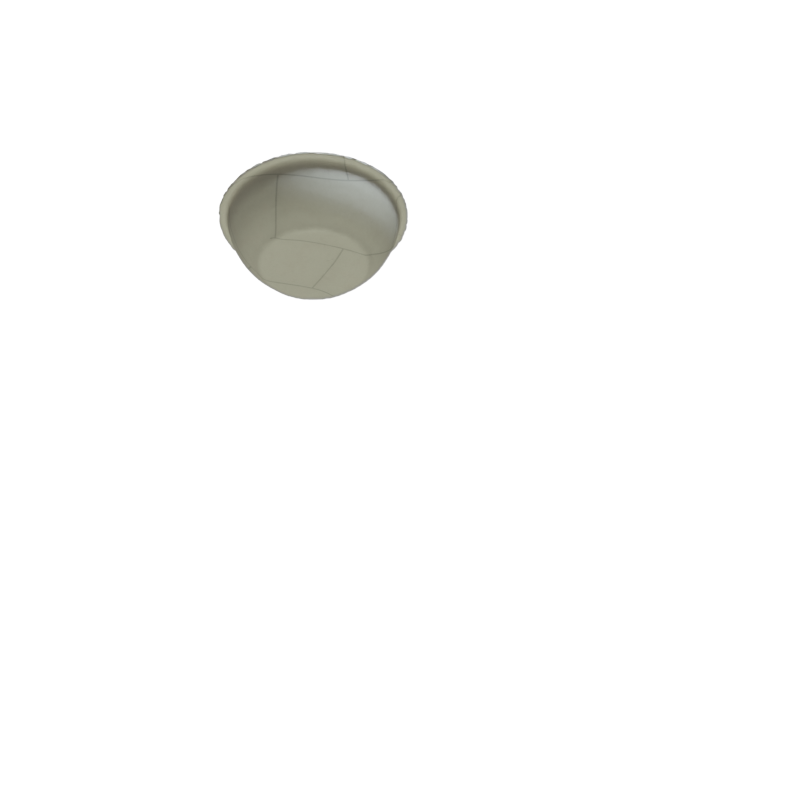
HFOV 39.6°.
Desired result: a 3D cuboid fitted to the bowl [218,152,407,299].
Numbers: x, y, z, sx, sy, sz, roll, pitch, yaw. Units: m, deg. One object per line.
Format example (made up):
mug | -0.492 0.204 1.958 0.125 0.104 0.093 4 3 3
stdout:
bowl | -0.073 -0.133 0.930 0.162 0.059 0.151 1 -36 -2
